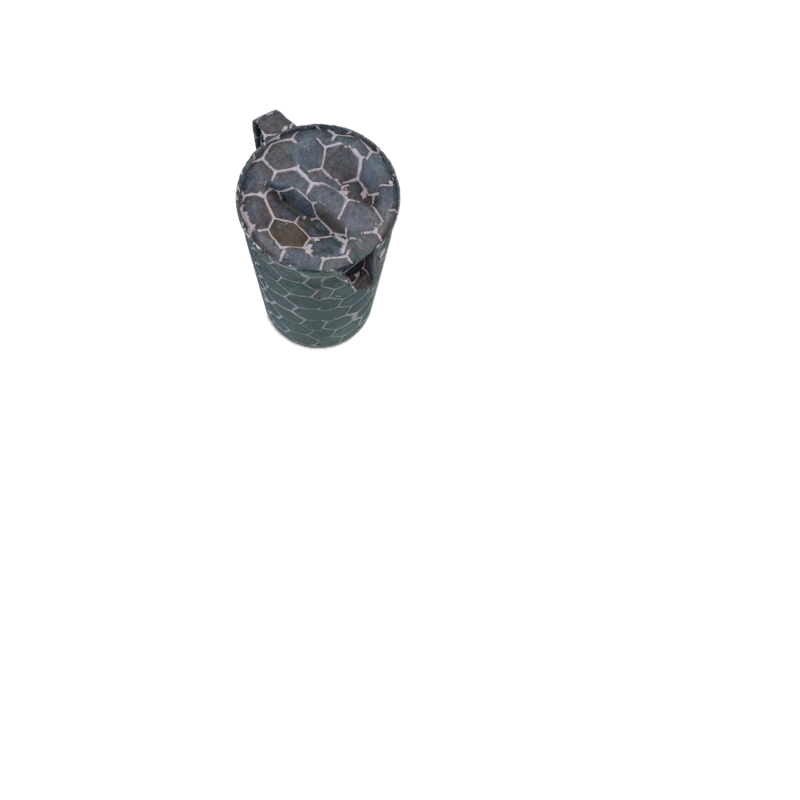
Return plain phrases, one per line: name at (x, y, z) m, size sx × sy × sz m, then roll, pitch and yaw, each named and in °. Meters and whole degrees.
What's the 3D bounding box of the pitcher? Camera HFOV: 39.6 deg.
pitcher at (-0.078, -0.143, 0.999) m, size 0.146 × 0.155 × 0.232 m, roll 15°, pitch -19°, yaw 2°
